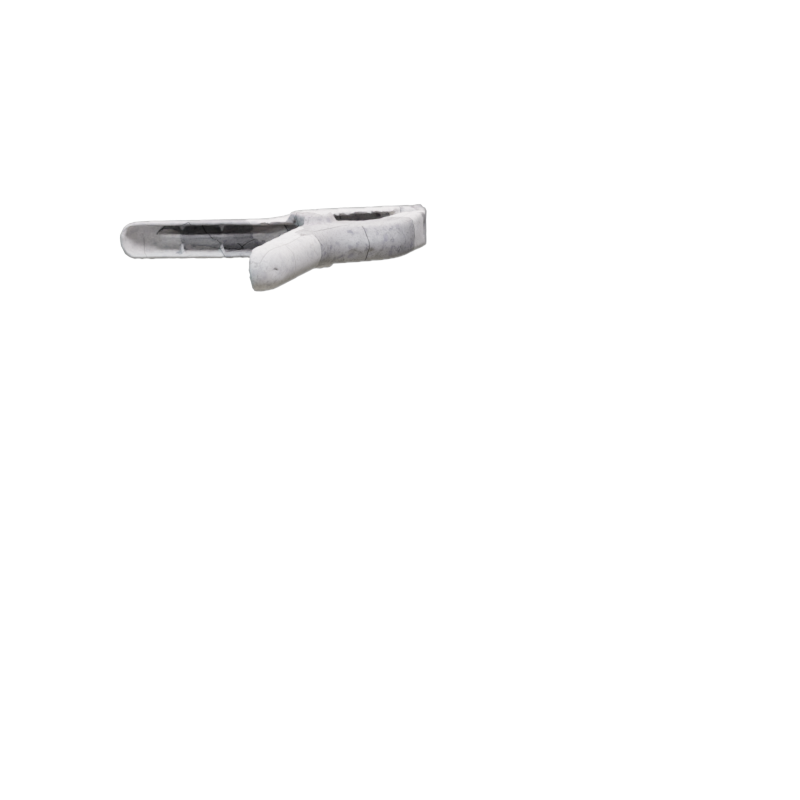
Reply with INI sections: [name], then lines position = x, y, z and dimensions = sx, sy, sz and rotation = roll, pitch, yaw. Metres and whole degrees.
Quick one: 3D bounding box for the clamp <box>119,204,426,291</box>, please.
[clamp]
position = -0.057, -0.104, 0.725
dimensions = 0.205, 0.035, 0.174
rotation = -11, 20, -31
